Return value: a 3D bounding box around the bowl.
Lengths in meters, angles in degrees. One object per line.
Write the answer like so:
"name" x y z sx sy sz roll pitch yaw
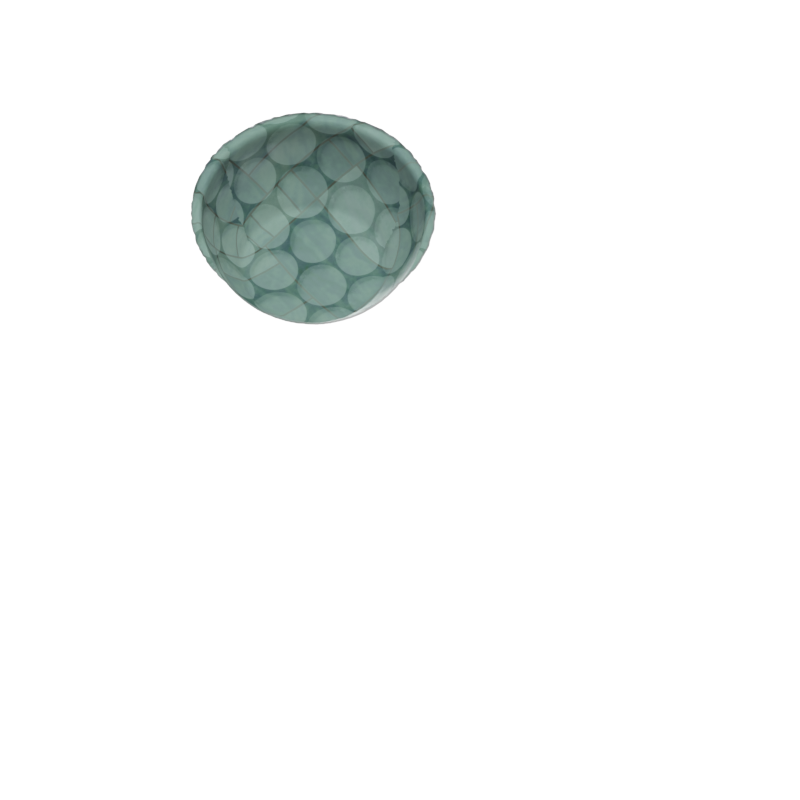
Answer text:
"bowl" -0.056 -0.102 0.714 0.162 0.151 0.059 1 40 -1
